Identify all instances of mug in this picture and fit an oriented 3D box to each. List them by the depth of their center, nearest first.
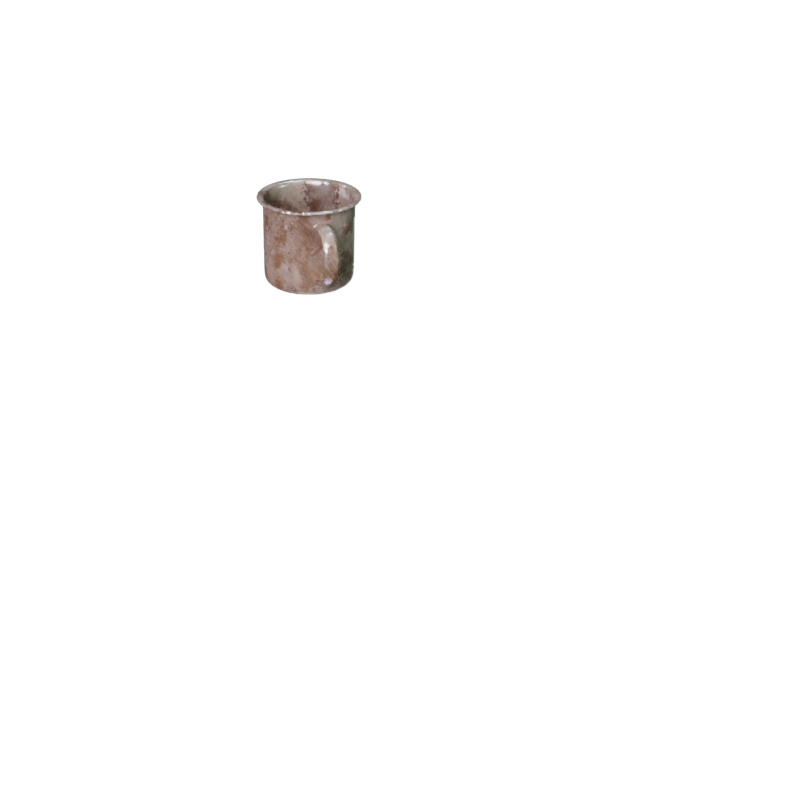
[{"bbox_3d":[-0.077,-0.141,0.986,0.092,0.077,0.126,-9,29,-20],"label":"mug"}]
